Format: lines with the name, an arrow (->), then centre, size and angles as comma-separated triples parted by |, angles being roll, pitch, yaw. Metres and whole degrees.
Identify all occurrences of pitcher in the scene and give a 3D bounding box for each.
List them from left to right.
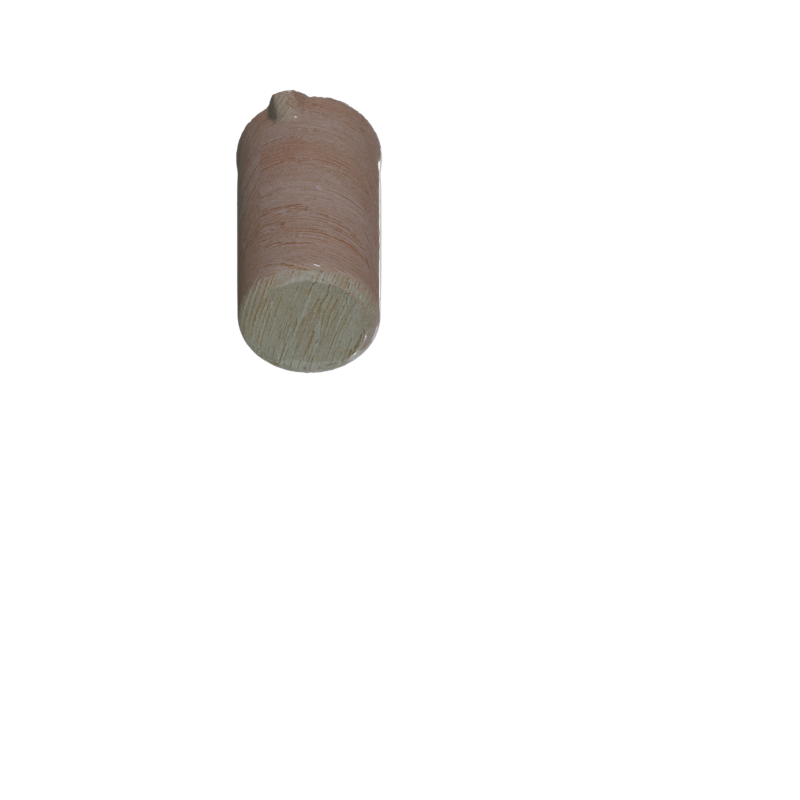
pitcher -> -0.073, -0.132, 0.927 | 0.143, 0.261, 0.141 | 24, -54, -22
